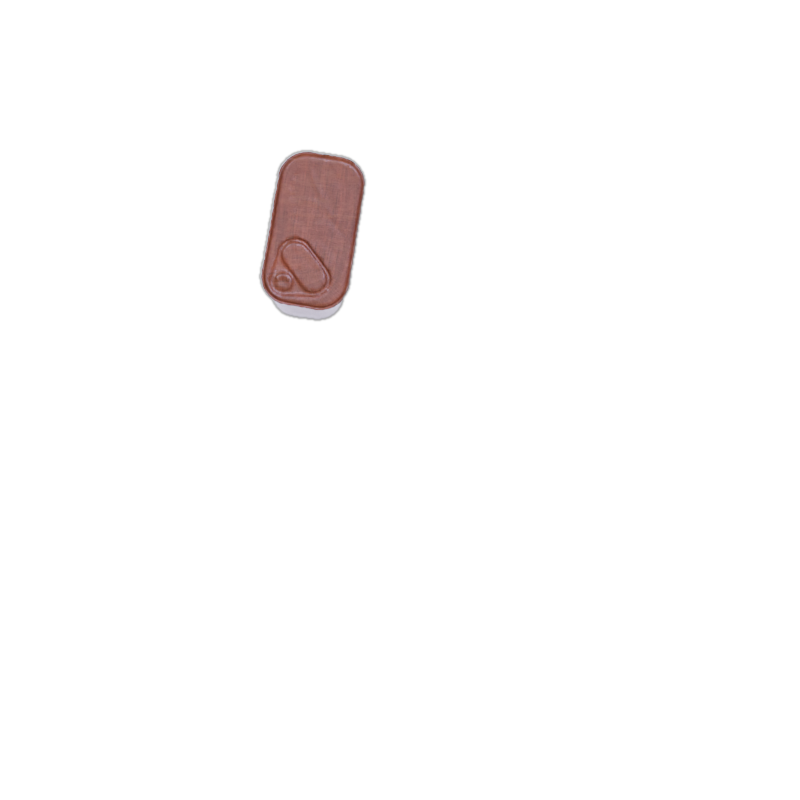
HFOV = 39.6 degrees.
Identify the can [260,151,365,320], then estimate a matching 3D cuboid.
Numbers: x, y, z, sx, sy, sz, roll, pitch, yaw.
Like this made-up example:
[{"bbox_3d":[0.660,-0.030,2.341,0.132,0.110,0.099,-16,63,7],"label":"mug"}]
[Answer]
[{"bbox_3d":[-0.059,-0.107,0.752,0.057,0.104,0.082,9,-8,-2],"label":"can"}]
